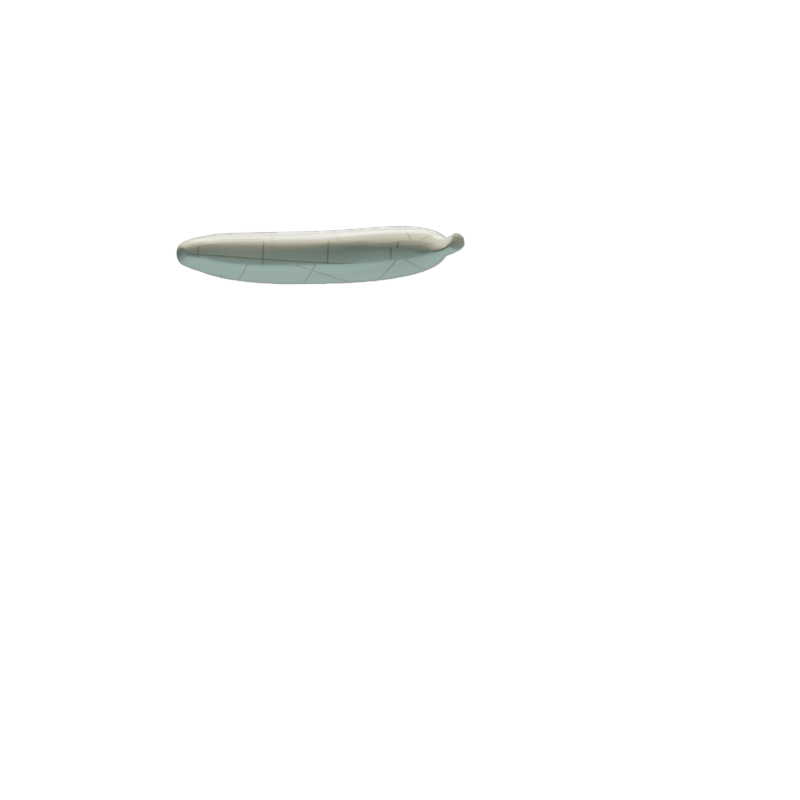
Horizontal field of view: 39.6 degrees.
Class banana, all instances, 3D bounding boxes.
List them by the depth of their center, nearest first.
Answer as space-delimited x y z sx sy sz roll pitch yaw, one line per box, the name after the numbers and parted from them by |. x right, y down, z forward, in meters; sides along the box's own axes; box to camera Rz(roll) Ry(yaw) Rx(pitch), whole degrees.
-0.053 -0.104 0.772 0.200 0.038 0.066 -3 -15 10 | banana
